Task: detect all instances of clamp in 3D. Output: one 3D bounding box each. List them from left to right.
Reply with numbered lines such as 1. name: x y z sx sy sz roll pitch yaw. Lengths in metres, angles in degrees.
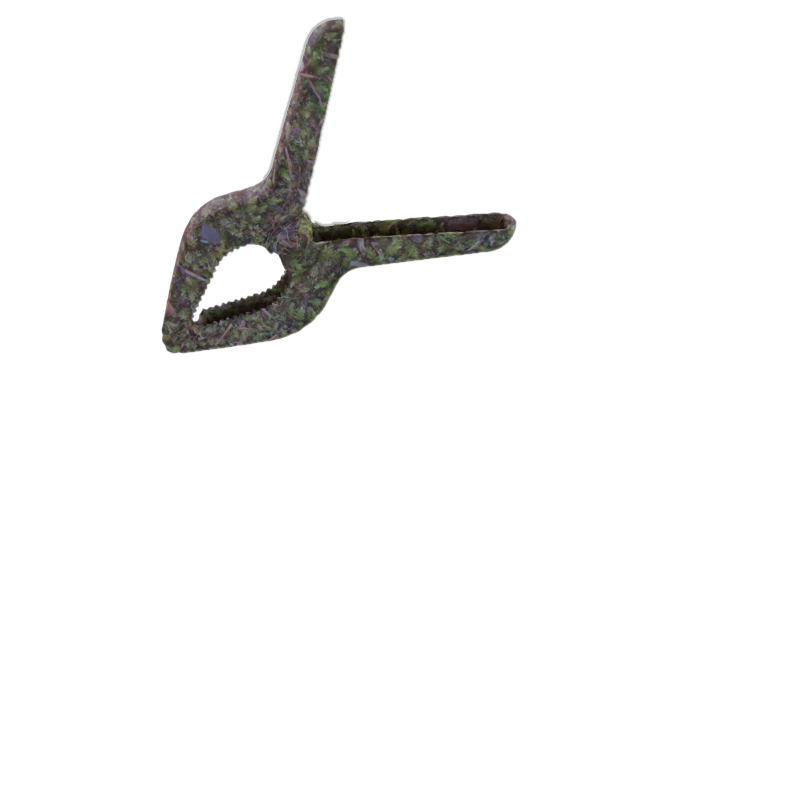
1. clamp: -0.050 -0.091 0.637 0.158 0.207 0.038 41 18 -17
